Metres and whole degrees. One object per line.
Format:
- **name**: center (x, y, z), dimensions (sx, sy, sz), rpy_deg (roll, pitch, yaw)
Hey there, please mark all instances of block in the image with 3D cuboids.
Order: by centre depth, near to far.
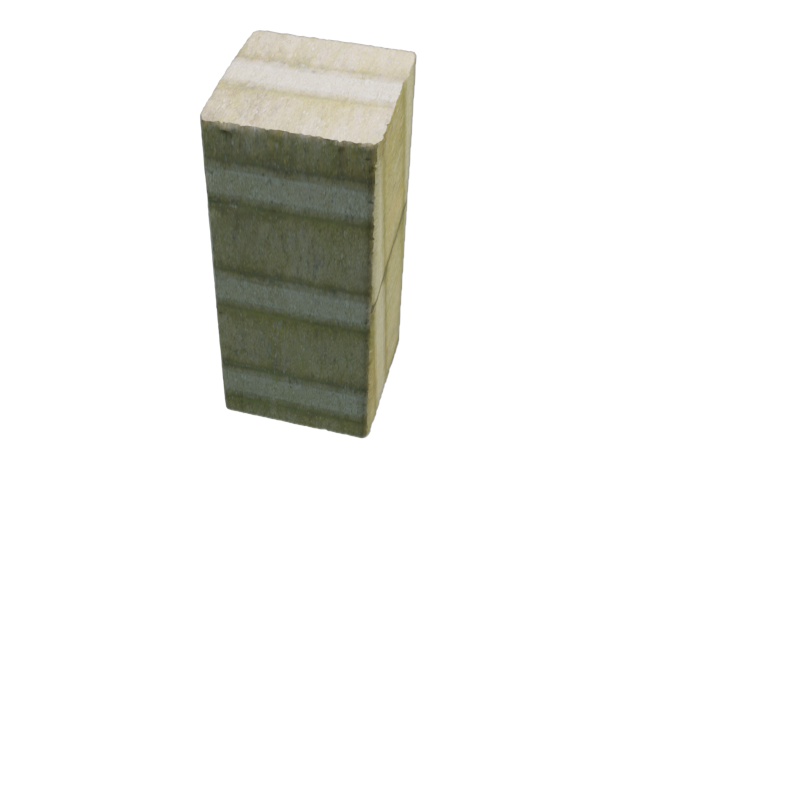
- **block**: center (-0.048, -0.087, 0.610), dimensions (0.092, 0.192, 0.095), rpy_deg (12, 44, 8)
